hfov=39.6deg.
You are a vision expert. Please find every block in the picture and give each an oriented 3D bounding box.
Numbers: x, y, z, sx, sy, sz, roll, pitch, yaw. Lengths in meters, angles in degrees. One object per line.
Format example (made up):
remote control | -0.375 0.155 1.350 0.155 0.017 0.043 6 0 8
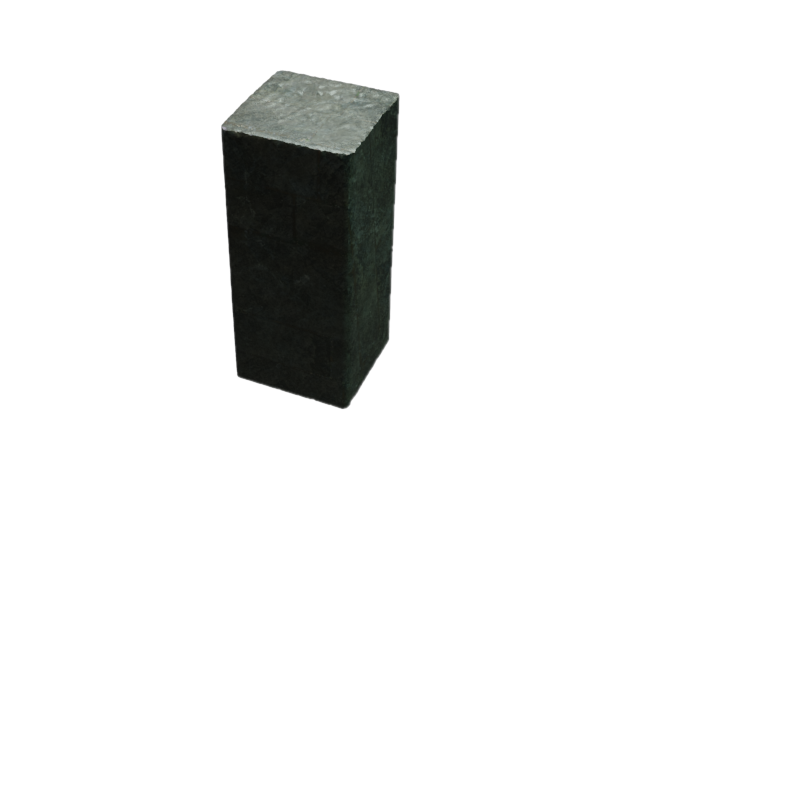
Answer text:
block | -0.060 -0.108 0.759 0.094 0.193 0.093 16 40 16
